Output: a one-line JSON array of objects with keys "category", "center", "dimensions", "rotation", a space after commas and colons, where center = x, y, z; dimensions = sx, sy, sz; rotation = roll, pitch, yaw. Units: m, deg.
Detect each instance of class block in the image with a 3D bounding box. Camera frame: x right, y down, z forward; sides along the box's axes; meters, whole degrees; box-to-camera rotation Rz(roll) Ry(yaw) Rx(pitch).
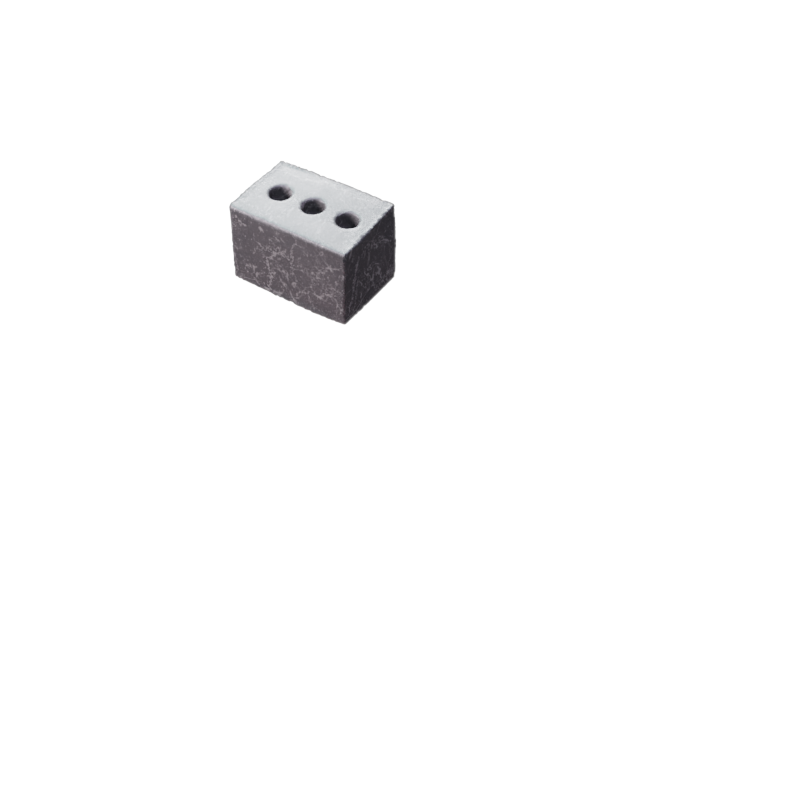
[{"category": "block", "center": [-0.048, -0.088, 0.613], "dimensions": [0.082, 0.048, 0.054], "rotation": [24, 47, 23]}]
